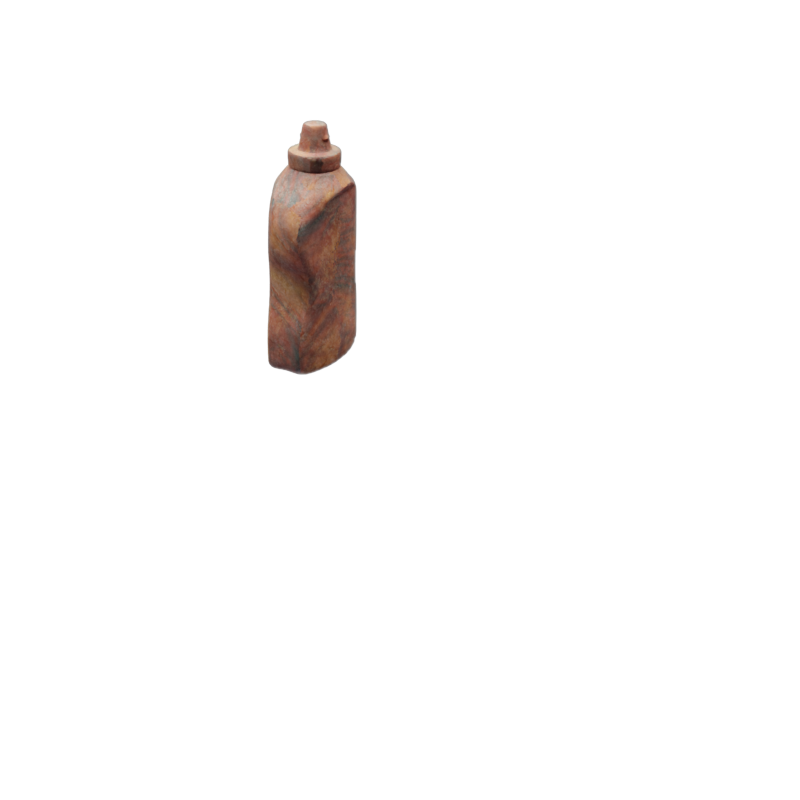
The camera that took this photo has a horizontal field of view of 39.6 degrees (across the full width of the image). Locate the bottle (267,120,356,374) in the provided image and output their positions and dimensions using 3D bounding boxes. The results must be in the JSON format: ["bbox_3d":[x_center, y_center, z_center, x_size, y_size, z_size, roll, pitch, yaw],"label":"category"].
[{"bbox_3d":[-0.067,-0.124,0.866,0.061,0.182,0.097,13,26,25],"label":"bottle"}]
